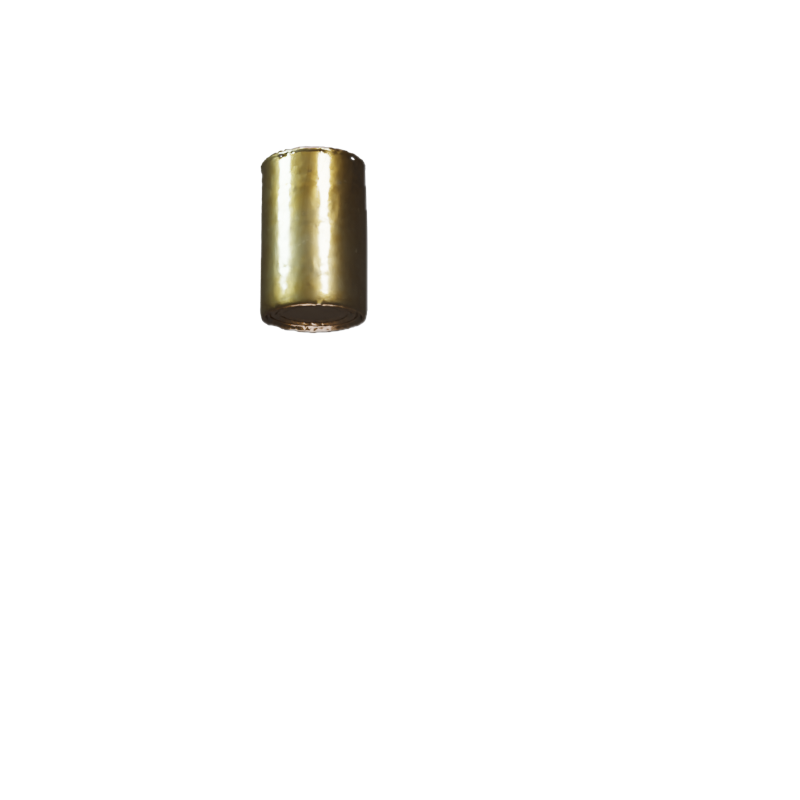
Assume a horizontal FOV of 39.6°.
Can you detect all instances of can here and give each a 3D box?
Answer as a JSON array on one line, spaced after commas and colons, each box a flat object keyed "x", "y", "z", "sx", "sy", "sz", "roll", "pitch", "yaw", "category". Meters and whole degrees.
[{"x": -0.055, "y": -0.100, "z": 0.699, "sx": 0.068, "sy": 0.107, "sz": 0.066, "roll": 0, "pitch": -17, "yaw": -2, "category": "can"}]
